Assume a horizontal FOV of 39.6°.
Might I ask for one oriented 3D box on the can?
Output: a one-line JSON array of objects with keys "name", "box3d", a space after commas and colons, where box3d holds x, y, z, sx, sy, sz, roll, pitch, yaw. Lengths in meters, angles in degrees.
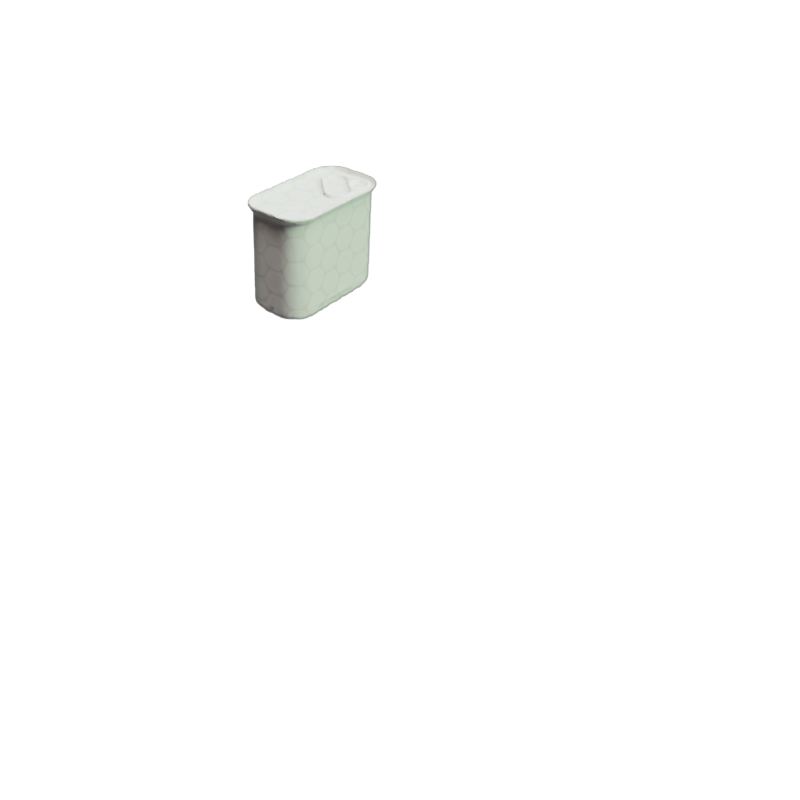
[{"name": "can", "box3d": [-0.065, -0.118, 0.829, 0.061, 0.079, 0.102, 22, 37, 31]}]
